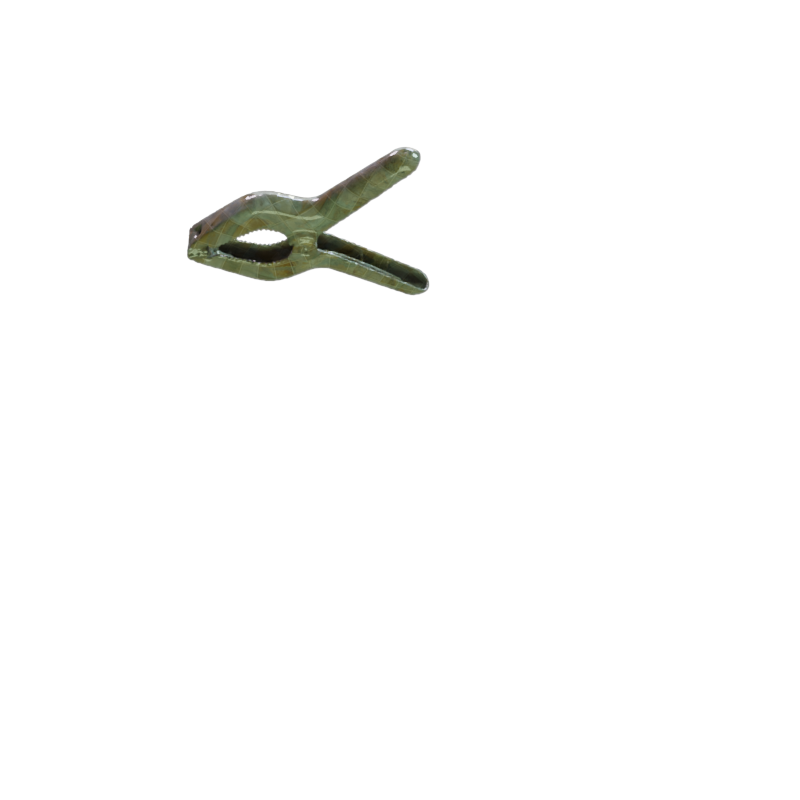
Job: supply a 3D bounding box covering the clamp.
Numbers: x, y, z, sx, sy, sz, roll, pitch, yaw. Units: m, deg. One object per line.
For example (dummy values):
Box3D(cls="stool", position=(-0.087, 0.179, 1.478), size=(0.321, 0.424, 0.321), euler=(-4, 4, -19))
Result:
Box3D(cls="clamp", position=(-0.074, -0.135, 0.943), size=(0.212, 0.039, 0.152), euler=(-8, -41, 9))
